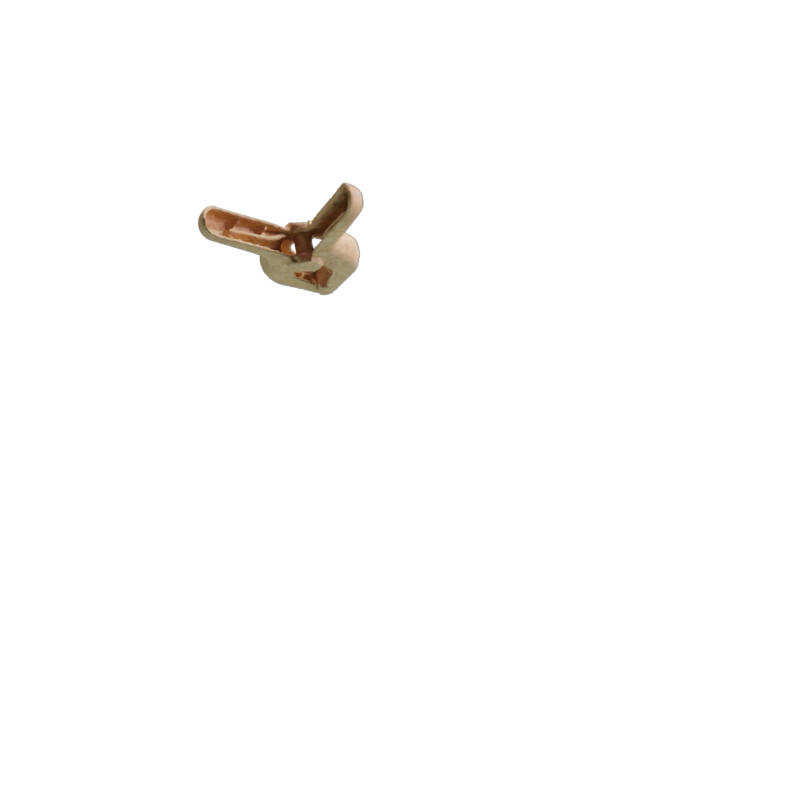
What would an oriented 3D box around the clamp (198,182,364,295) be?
[{"bbox_3d":[-0.066,-0.121,0.849,0.122,0.041,0.162,-4,-11,19],"label":"clamp"}]
